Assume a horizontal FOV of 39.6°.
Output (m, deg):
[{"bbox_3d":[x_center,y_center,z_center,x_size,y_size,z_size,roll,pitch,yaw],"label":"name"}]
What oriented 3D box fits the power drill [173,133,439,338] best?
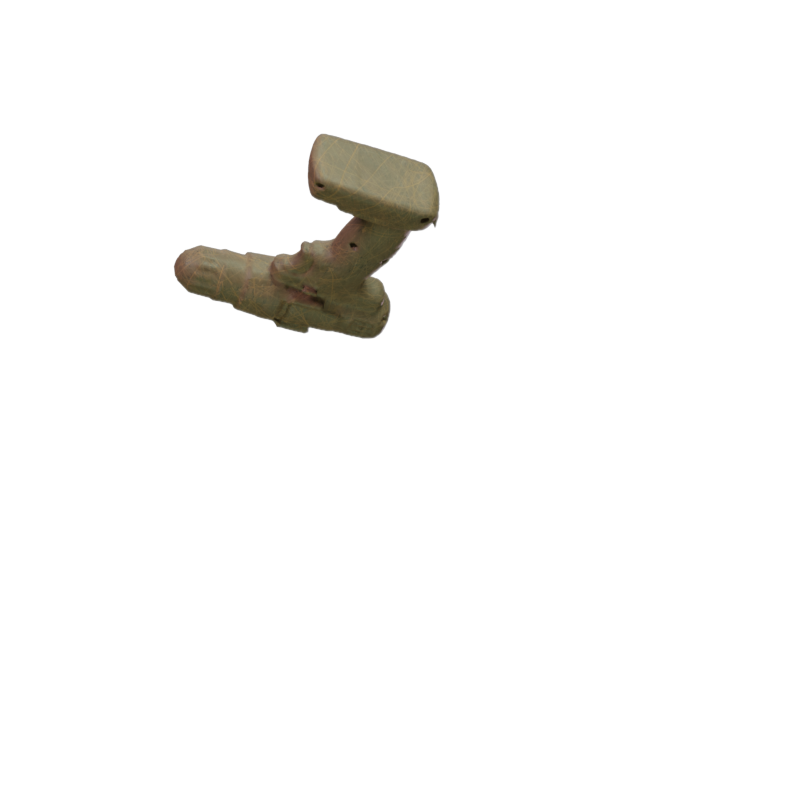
[{"bbox_3d":[-0.068,-0.124,0.867,0.178,0.061,0.181,13,-35,-20],"label":"power drill"}]
